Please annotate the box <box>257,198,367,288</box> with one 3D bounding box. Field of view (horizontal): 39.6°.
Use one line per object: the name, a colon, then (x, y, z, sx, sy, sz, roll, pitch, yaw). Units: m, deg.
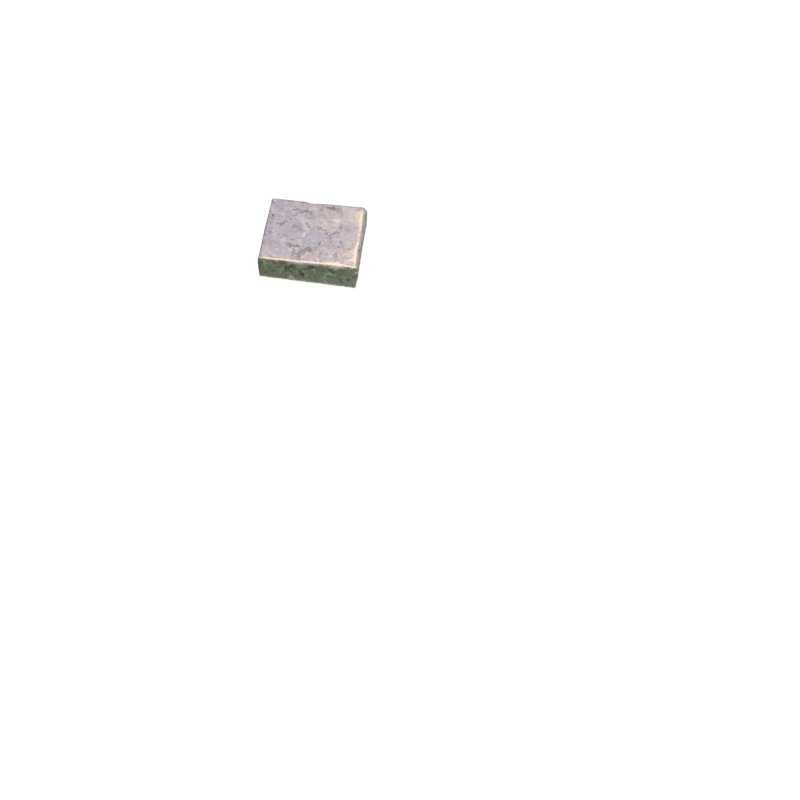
box: (-0.077, -0.141, 0.991, 0.090, 0.078, 0.028, 6, -37, 4)
